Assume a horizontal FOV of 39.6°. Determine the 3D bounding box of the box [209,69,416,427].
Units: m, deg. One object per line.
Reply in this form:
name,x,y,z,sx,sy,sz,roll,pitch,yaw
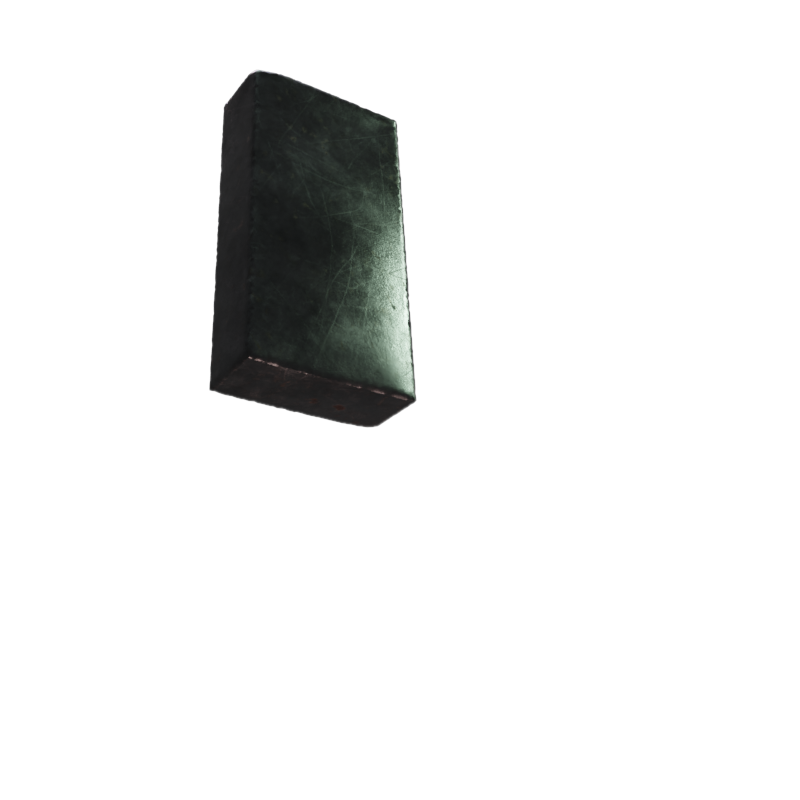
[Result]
box,-0.044,-0.080,0.562,0.089,0.188,0.047,15,-35,-28
